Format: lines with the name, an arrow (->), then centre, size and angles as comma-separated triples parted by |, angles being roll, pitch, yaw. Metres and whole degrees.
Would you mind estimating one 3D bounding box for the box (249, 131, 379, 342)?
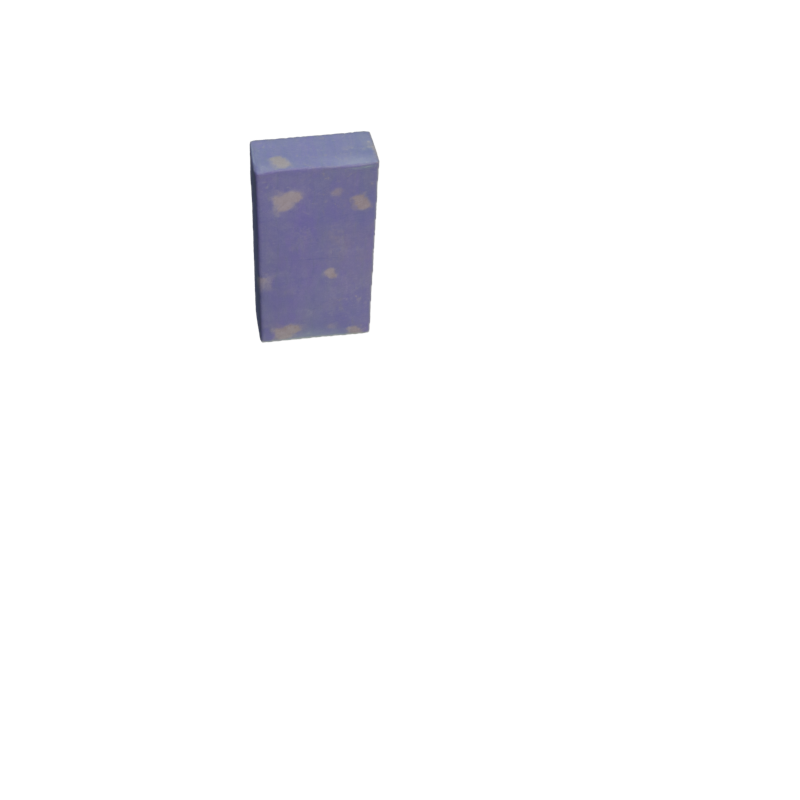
box -> -0.067, -0.122, 0.858 | 0.092, 0.052, 0.164 | -5, -42, -8
